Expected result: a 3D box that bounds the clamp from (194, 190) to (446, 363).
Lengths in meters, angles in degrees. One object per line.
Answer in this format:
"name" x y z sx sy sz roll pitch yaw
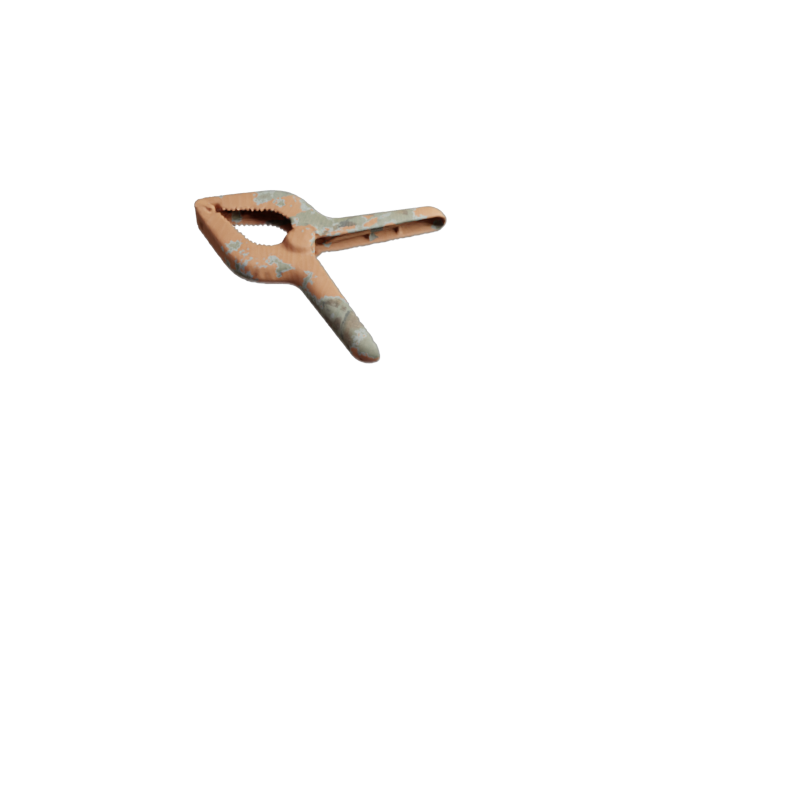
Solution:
"clamp" -0.073 -0.134 0.939 0.218 0.170 0.034 25 -33 18
